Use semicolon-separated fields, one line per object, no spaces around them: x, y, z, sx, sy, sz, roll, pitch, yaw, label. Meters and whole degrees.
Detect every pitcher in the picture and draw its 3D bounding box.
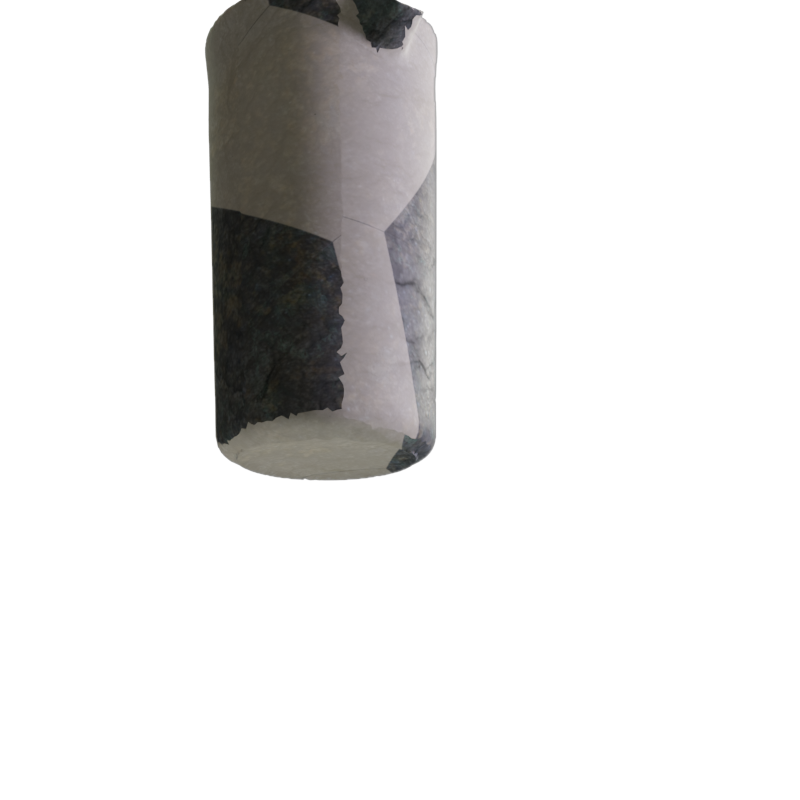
-0.047;-0.085;0.596;0.146;0.256;0.140;-4;-22;7;pitcher
